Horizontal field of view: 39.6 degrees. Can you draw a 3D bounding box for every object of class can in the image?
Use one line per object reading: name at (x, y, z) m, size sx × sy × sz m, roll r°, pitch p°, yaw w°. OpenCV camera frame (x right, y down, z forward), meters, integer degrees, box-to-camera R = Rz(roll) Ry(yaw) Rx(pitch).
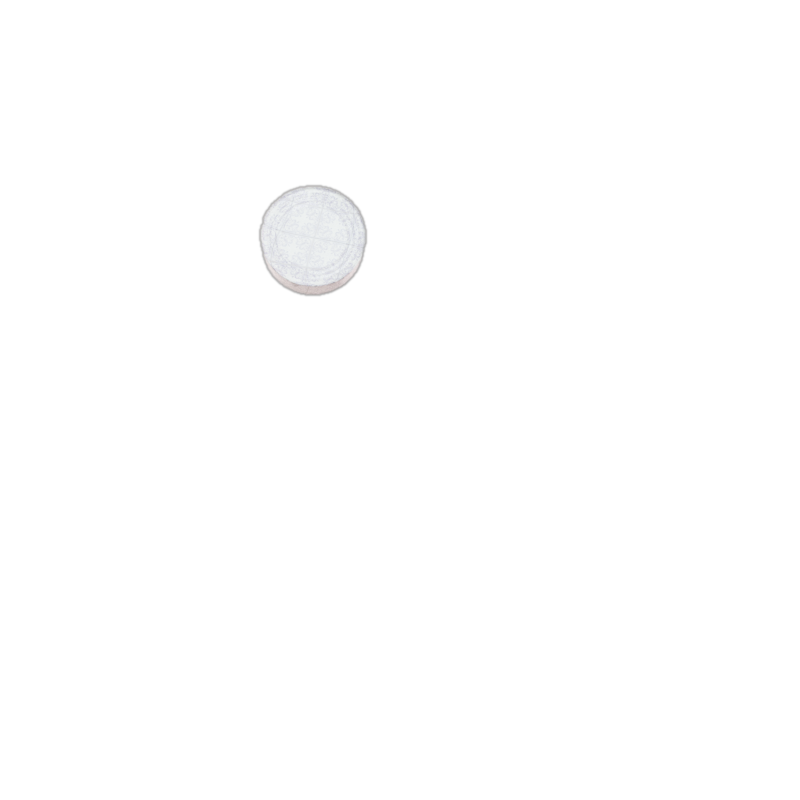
can at (-0.071, -0.130, 0.909) m, size 0.086 × 0.090 × 0.032 m, roll -1°, pitch -17°, yaw -1°
